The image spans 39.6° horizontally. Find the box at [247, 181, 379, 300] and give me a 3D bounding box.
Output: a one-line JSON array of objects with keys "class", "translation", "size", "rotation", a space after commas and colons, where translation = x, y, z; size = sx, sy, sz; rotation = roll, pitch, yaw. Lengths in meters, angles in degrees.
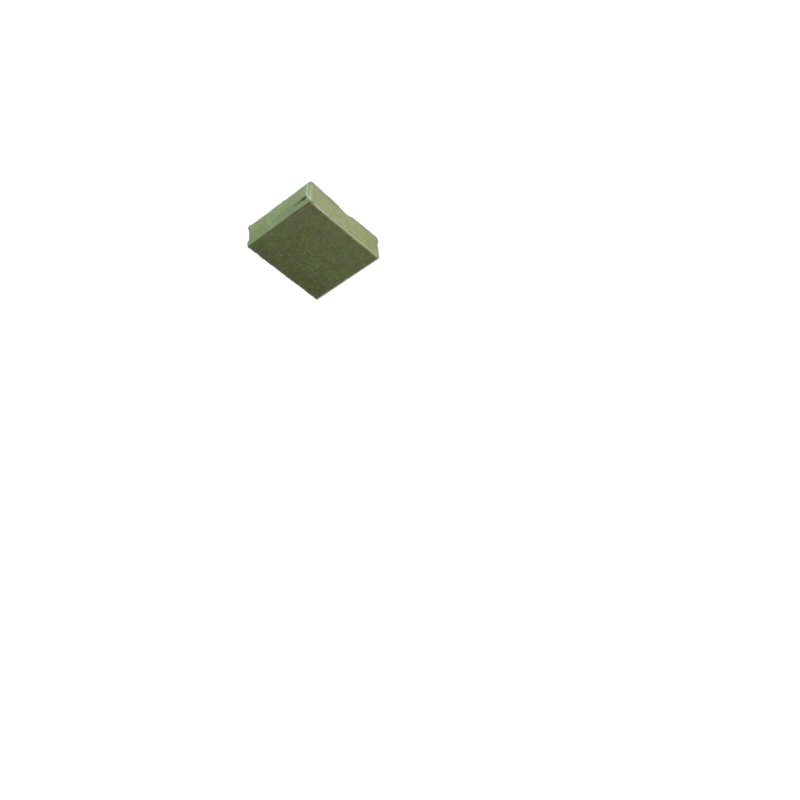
[{"class": "box", "translation": [-0.074, -0.134, 0.938], "size": [0.073, 0.032, 0.084], "rotation": [-33, -54, 28]}]
